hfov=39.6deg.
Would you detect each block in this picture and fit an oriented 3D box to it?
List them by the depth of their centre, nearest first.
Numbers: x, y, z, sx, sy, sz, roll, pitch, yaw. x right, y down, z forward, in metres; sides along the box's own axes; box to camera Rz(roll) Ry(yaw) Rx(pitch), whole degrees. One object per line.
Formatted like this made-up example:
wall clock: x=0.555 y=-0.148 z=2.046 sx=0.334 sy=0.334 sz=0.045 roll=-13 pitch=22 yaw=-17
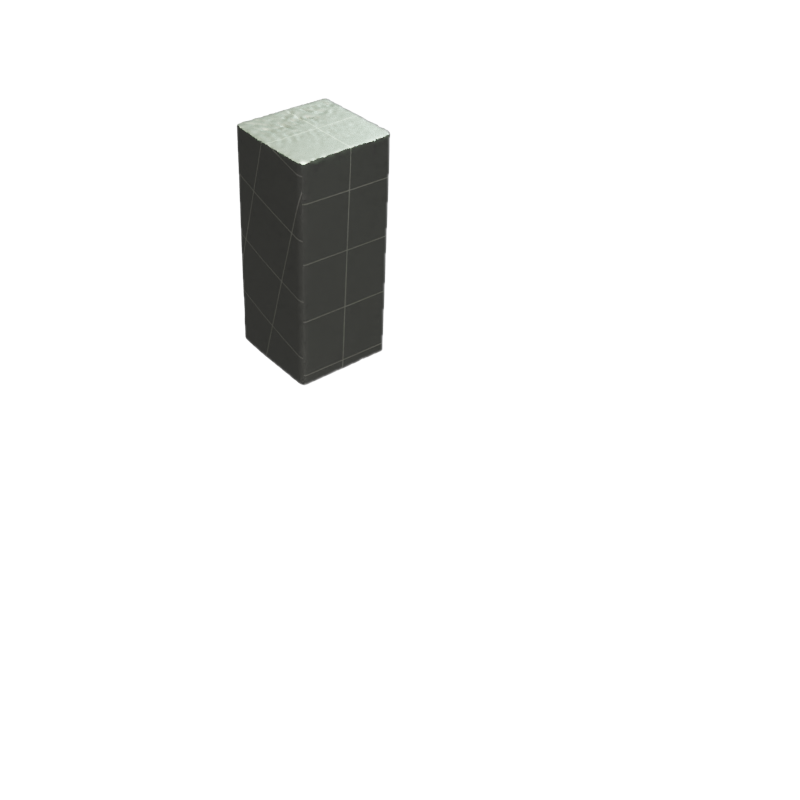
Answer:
block: x=-0.071 y=-0.130 z=0.914 sx=0.090 sy=0.193 sz=0.097 roll=-22 pitch=40 yaw=-32
